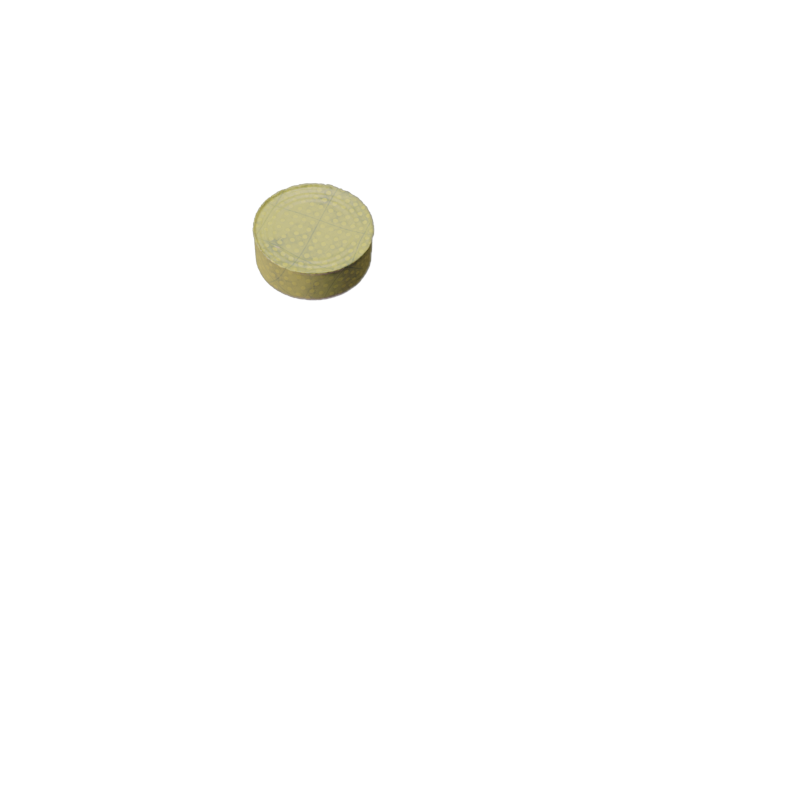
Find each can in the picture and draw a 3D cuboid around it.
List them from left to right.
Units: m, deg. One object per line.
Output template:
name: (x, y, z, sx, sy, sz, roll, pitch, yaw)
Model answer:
can: (-0.062, -0.113, 0.792, 0.086, 0.092, 0.031, -1, -38, -1)
